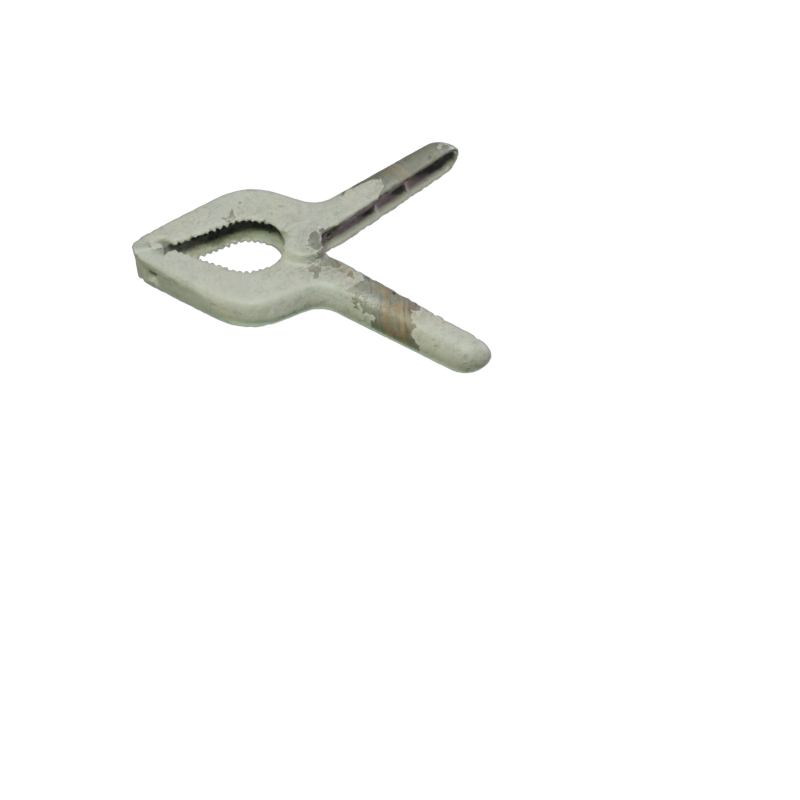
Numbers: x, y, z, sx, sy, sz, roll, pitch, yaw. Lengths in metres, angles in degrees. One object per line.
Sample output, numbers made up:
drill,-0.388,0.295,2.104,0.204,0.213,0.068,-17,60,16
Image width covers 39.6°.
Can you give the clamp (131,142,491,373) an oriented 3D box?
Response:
clamp,-0.052,-0.095,0.667,0.211,0.176,0.034,3,-36,2
